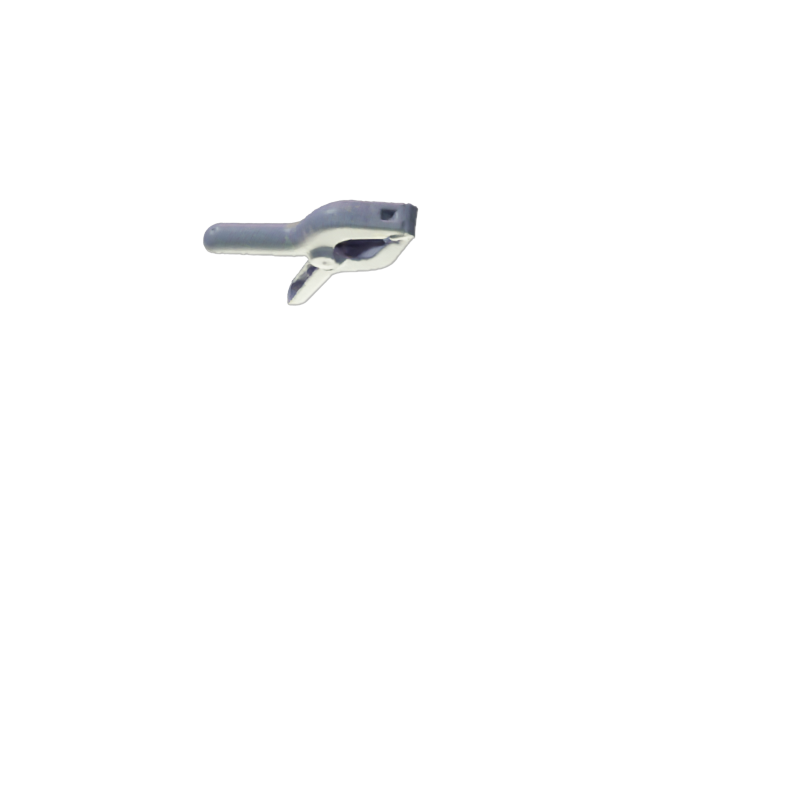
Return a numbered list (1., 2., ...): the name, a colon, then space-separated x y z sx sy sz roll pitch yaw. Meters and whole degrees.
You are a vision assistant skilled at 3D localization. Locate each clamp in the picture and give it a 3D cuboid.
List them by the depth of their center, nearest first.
1. clamp: -0.068 -0.124 0.868 0.173 0.041 0.113 -20 -29 40
